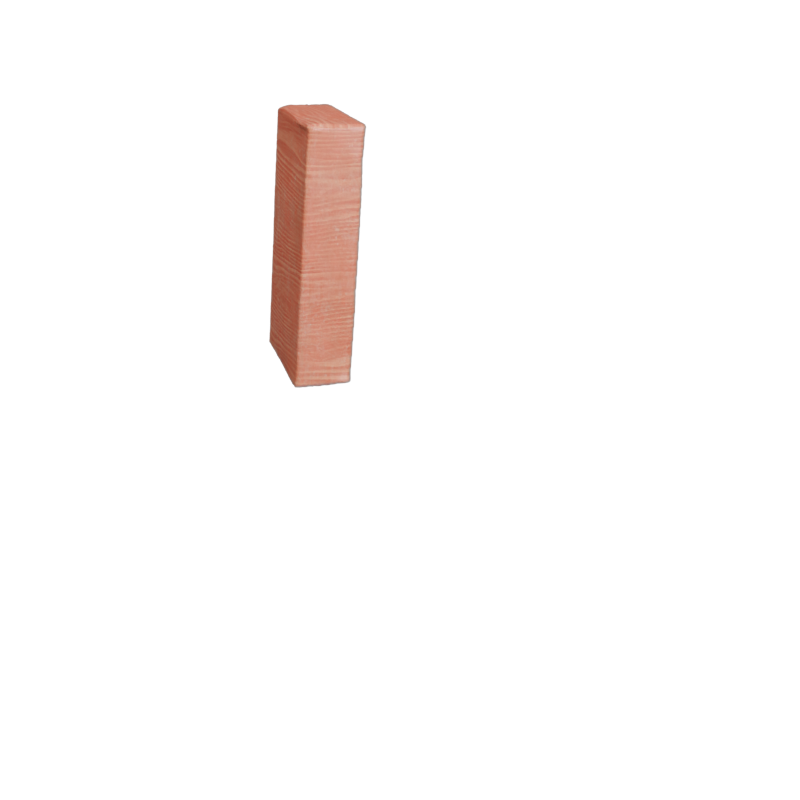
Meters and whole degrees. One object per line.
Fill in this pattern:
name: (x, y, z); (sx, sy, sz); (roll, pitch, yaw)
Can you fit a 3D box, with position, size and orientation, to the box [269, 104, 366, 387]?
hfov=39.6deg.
box: (-0.059, -0.107, 0.751); (0.047, 0.170, 0.099); (-4, 18, -17)
